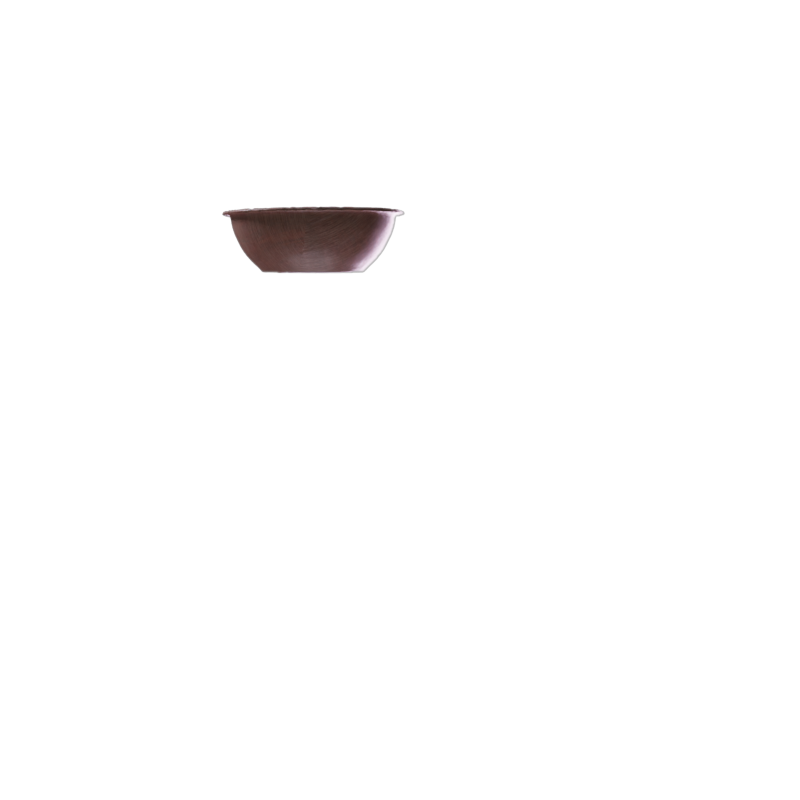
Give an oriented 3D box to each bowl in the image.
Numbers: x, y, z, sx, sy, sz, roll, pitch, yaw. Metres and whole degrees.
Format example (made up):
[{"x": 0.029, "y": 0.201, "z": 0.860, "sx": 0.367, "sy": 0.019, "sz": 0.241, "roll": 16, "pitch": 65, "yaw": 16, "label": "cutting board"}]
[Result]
[{"x": -0.077, "y": -0.141, "z": 0.984, "sx": 0.162, "sy": 0.055, "sz": 0.163, "roll": 0, "pitch": 6, "yaw": -2, "label": "bowl"}]
